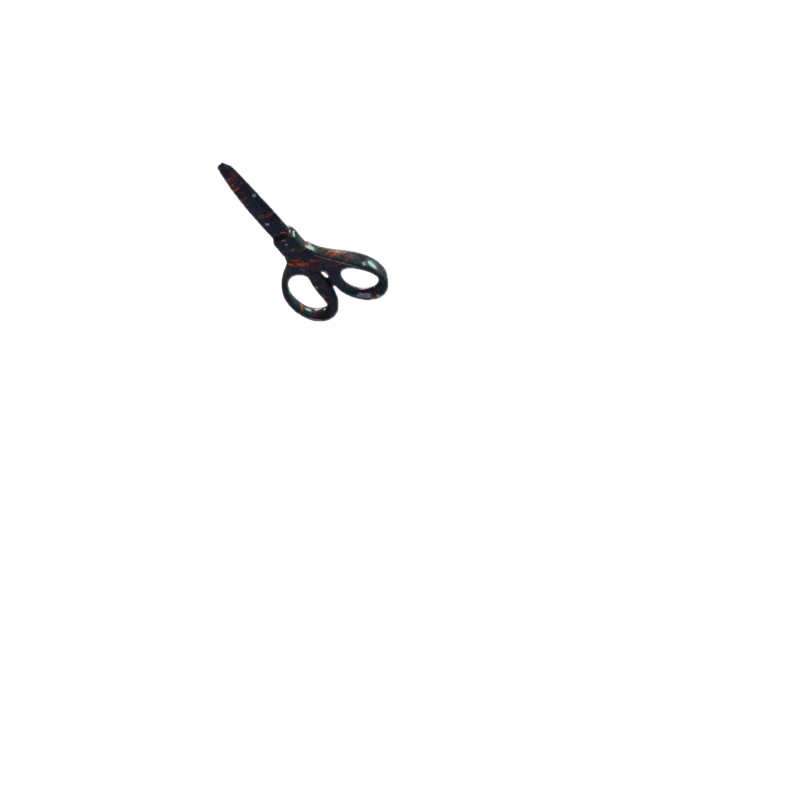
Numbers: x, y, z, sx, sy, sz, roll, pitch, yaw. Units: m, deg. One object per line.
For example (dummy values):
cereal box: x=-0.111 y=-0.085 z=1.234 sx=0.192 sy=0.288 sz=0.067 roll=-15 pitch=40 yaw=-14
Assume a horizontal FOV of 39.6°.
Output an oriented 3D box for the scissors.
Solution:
scissors: x=-0.067 y=-0.122 z=0.852 sx=0.097 sy=0.017 sz=0.187 roll=-5 pitch=-33 yaw=8
